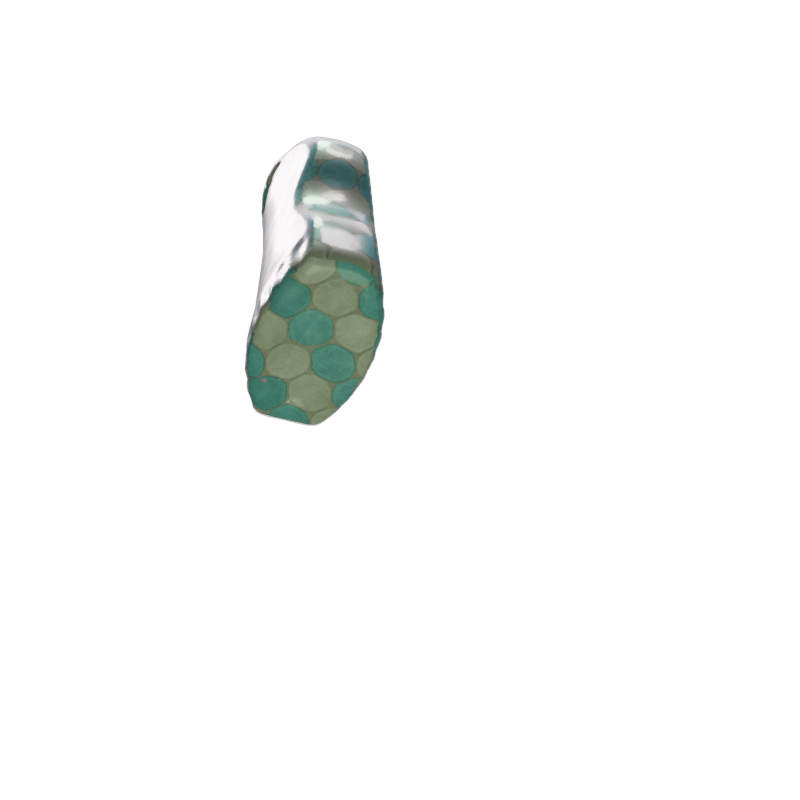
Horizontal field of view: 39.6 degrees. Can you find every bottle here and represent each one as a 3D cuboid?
[{"bbox_3d":[-0.045,-0.082,0.575,0.057,0.091,0.205,12,34,-13],"label":"bottle"}]
